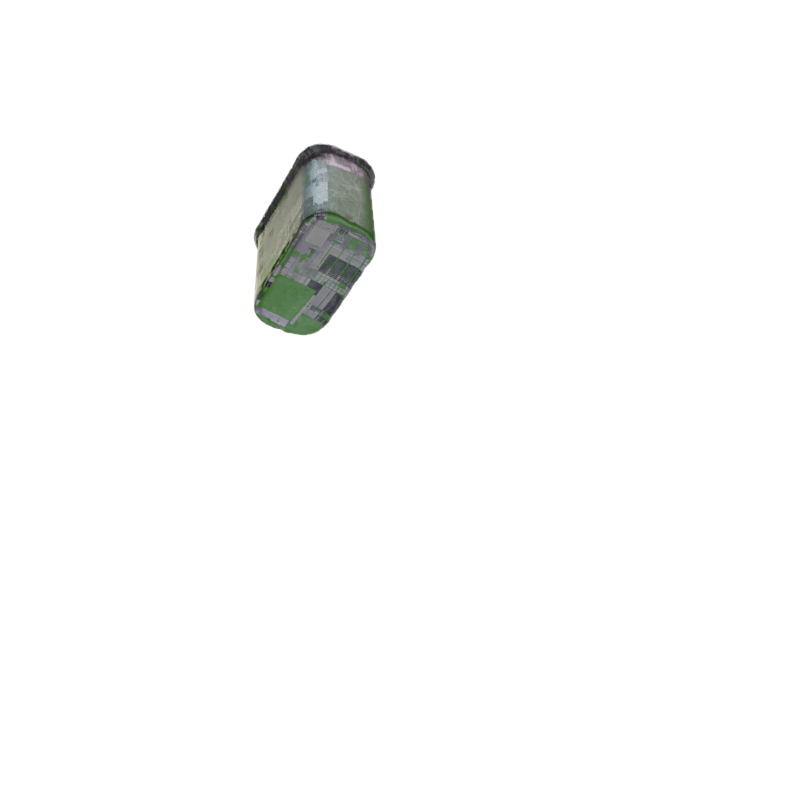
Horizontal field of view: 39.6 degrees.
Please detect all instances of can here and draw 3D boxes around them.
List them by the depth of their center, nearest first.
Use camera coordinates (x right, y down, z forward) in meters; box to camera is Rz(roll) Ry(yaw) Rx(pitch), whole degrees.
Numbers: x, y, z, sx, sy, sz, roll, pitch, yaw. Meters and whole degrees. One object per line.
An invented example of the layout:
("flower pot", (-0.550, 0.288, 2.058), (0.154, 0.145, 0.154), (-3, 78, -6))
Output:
("can", (-0.057, -0.105, 0.735), (0.055, 0.099, 0.090), (23, 34, -20))
